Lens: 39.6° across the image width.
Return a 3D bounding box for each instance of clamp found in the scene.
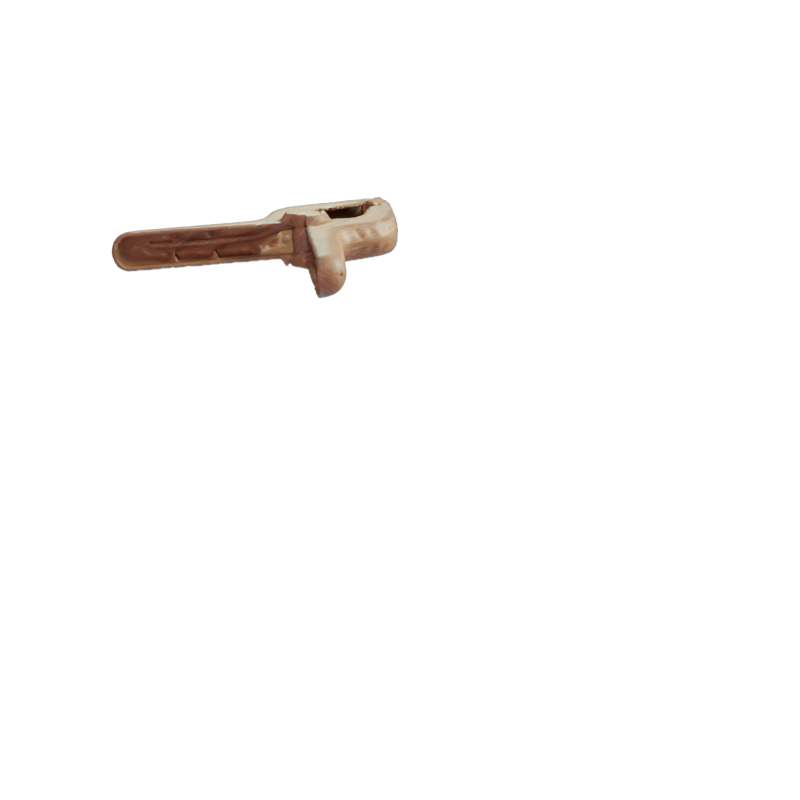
[{"bbox_3d":[-0.056,-0.103,0.718,0.173,0.035,0.207,14,23,36],"label":"clamp"}]
